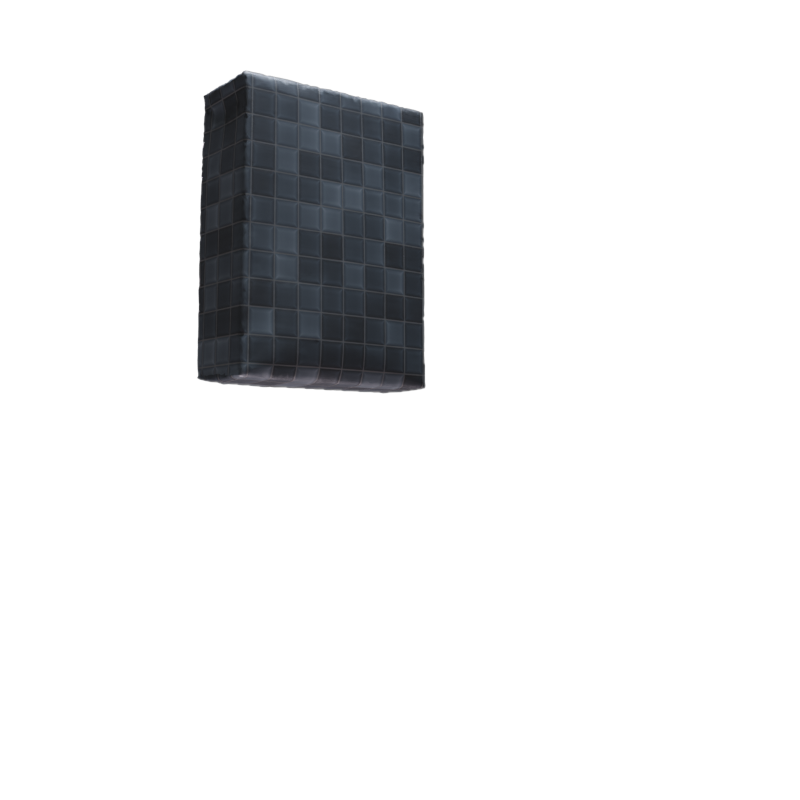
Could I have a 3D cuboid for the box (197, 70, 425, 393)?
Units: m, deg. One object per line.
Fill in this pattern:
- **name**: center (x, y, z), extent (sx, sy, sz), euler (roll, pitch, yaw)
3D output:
- **box**: center (-0.064, -0.116, 0.812), extent (0.157, 0.220, 0.073), euler (6, -13, -36)
